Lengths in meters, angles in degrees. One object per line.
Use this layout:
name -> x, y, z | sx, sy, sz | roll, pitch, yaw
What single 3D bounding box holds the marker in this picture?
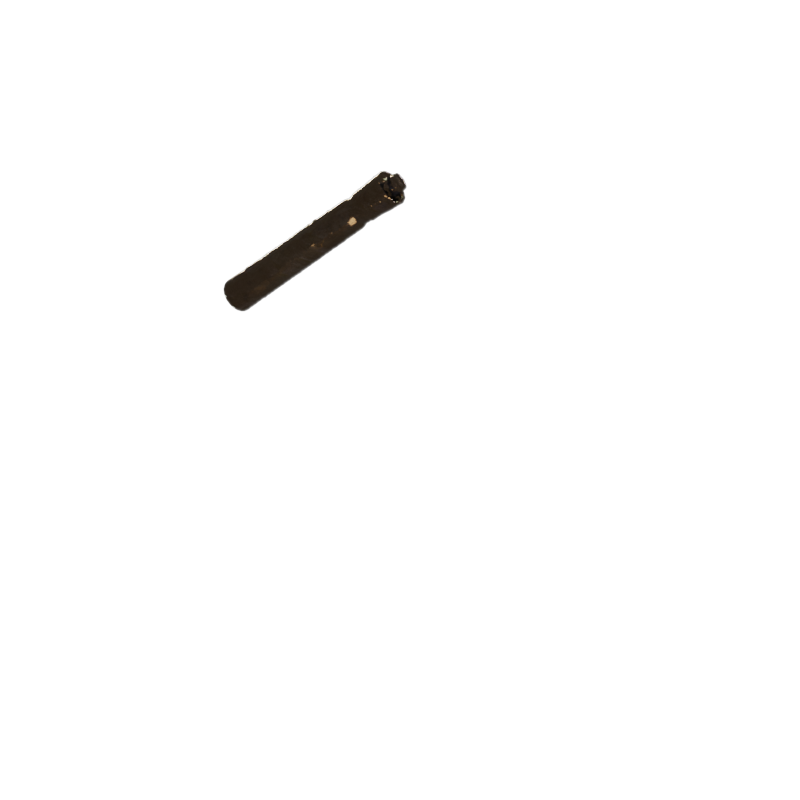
marker -> -0.044, -0.080, 0.561 | 0.120, 0.021, 0.019 | -29, -14, 34
